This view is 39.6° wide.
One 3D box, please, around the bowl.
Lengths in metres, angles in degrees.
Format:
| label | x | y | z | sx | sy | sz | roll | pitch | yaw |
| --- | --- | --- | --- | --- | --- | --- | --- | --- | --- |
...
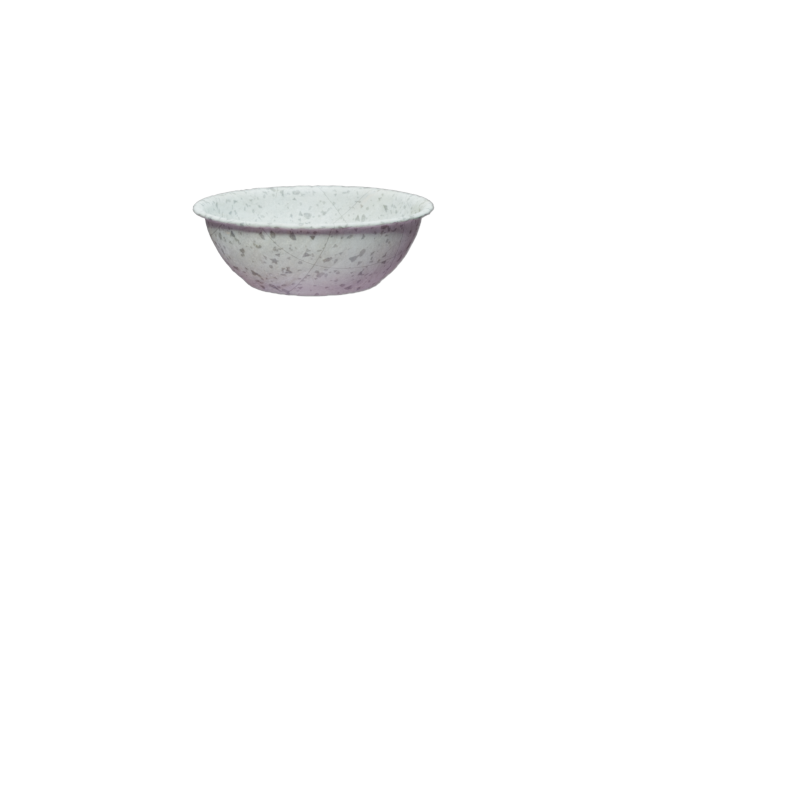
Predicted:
| label | x | y | z | sx | sy | sz | roll | pitch | yaw |
| --- | --- | --- | --- | --- | --- | --- | --- | --- | --- |
| bowl | -0.059 | -0.107 | 0.750 | 0.162 | 0.053 | 0.168 | -1 | 18 | -2 |
